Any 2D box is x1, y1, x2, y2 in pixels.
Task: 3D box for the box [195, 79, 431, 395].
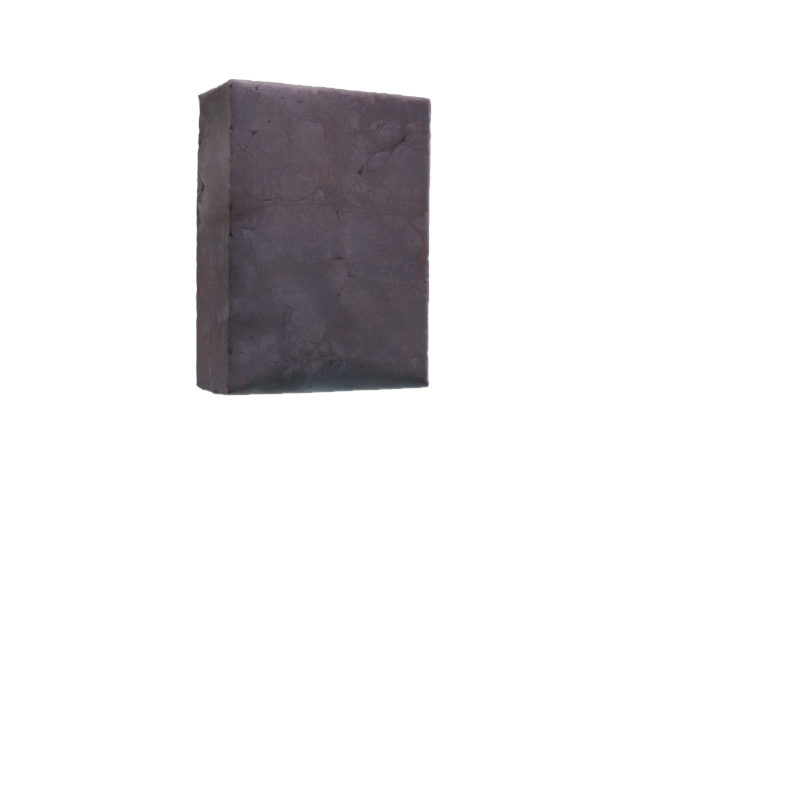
[{"bbox_3d":[-0.063,-0.114,0.800,0.159,0.215,0.074,0,-2,-30],"label":"box"}]
